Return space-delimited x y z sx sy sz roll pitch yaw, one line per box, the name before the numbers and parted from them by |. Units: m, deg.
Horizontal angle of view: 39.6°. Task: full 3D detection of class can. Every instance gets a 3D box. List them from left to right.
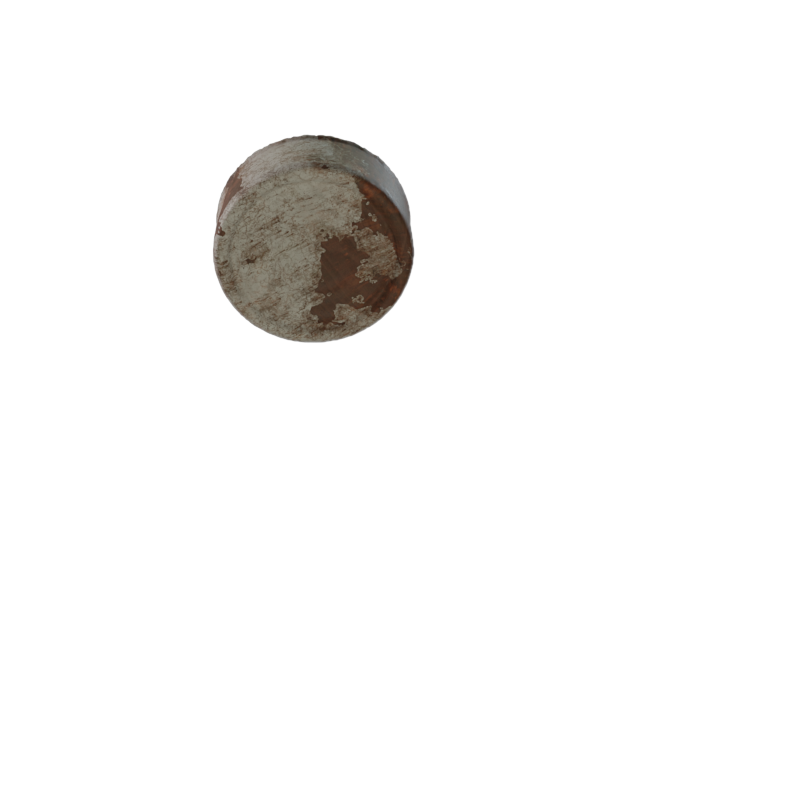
can | -0.037 -0.068 0.475 0.086 0.081 0.036 1 30 -1
